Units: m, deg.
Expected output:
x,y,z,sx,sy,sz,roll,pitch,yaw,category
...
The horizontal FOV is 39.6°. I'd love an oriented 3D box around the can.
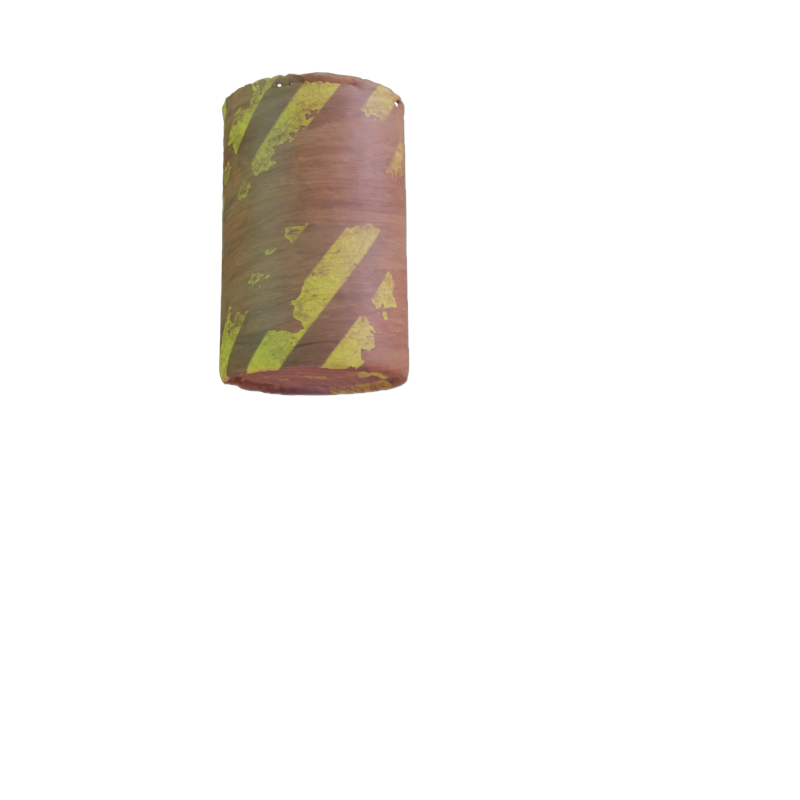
x,y,z,sx,sy,sz,roll,pitch,yaw,category
-0.031,-0.057,0.398,0.068,0.106,0.066,0,-13,-2,can
